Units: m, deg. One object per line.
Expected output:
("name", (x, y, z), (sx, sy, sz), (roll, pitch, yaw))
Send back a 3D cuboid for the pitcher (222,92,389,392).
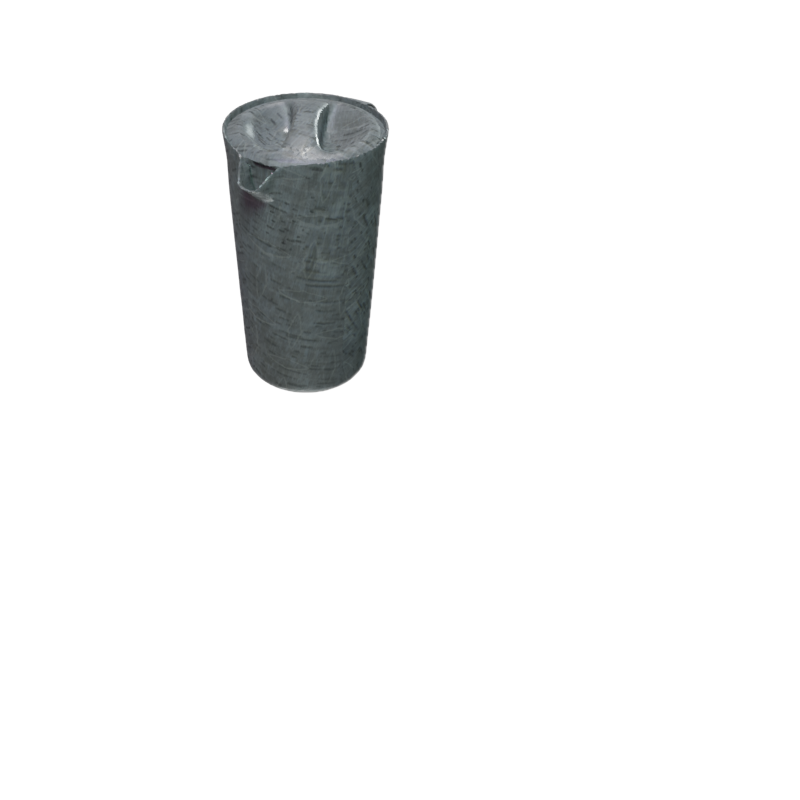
("pitcher", (-0.074, -0.136, 0.951), (0.147, 0.228, 0.157), (-8, 37, -14))
